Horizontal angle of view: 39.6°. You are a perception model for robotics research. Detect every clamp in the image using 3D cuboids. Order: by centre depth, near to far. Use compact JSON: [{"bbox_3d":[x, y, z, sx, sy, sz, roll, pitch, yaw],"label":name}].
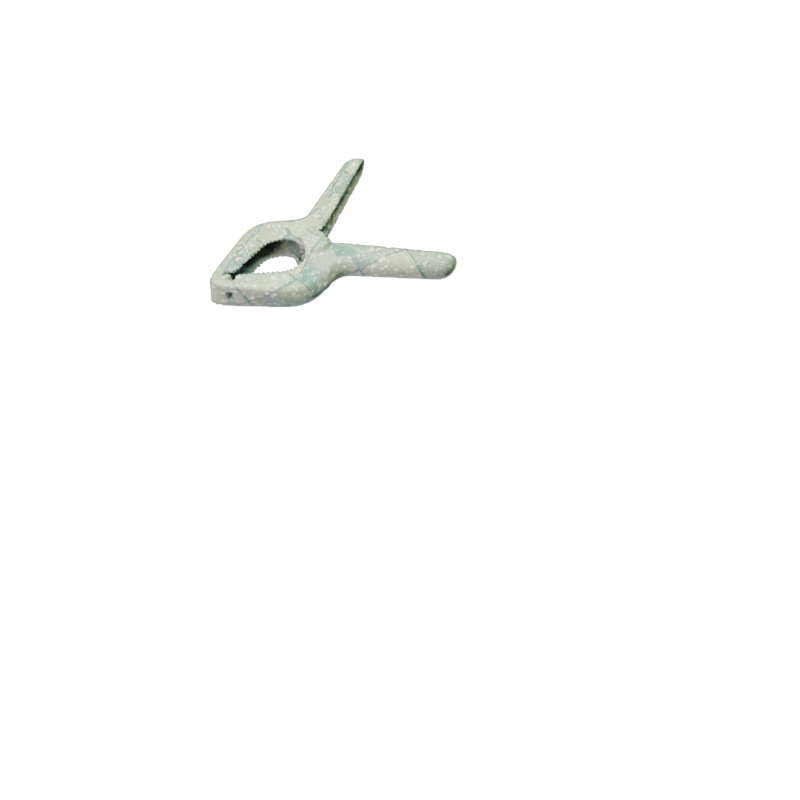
[{"bbox_3d":[-0.078,-0.142,0.994,0.208,0.178,0.034,-19,-39,-17],"label":"clamp"}]
